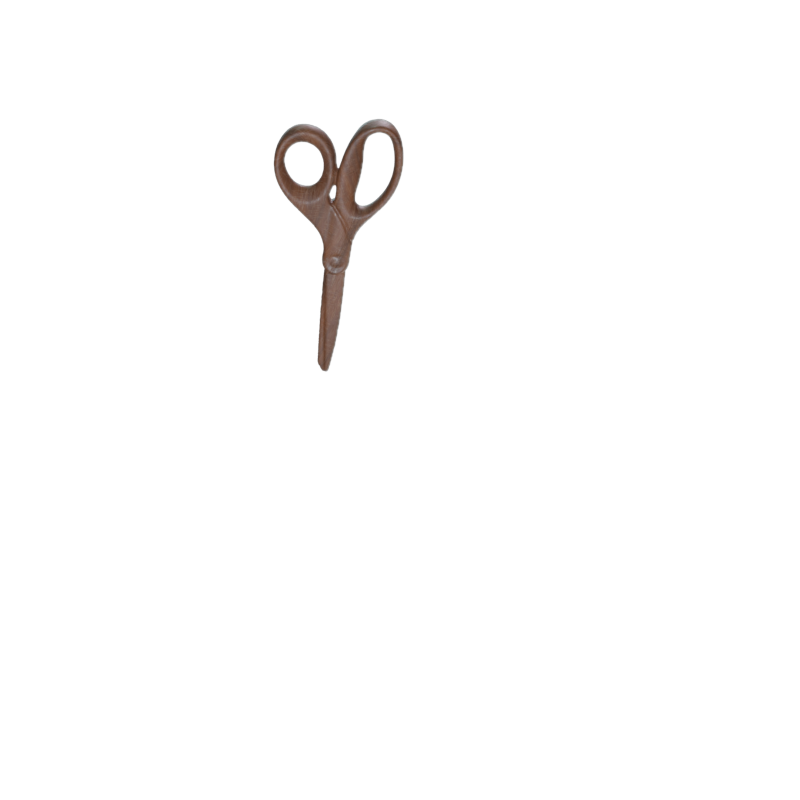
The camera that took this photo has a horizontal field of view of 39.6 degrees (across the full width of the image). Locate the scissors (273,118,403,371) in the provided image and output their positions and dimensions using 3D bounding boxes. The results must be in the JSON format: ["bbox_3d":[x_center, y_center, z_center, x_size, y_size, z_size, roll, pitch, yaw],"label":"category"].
[{"bbox_3d":[-0.061,-0.111,0.780,0.094,0.194,0.017,20,28,-11],"label":"scissors"}]
